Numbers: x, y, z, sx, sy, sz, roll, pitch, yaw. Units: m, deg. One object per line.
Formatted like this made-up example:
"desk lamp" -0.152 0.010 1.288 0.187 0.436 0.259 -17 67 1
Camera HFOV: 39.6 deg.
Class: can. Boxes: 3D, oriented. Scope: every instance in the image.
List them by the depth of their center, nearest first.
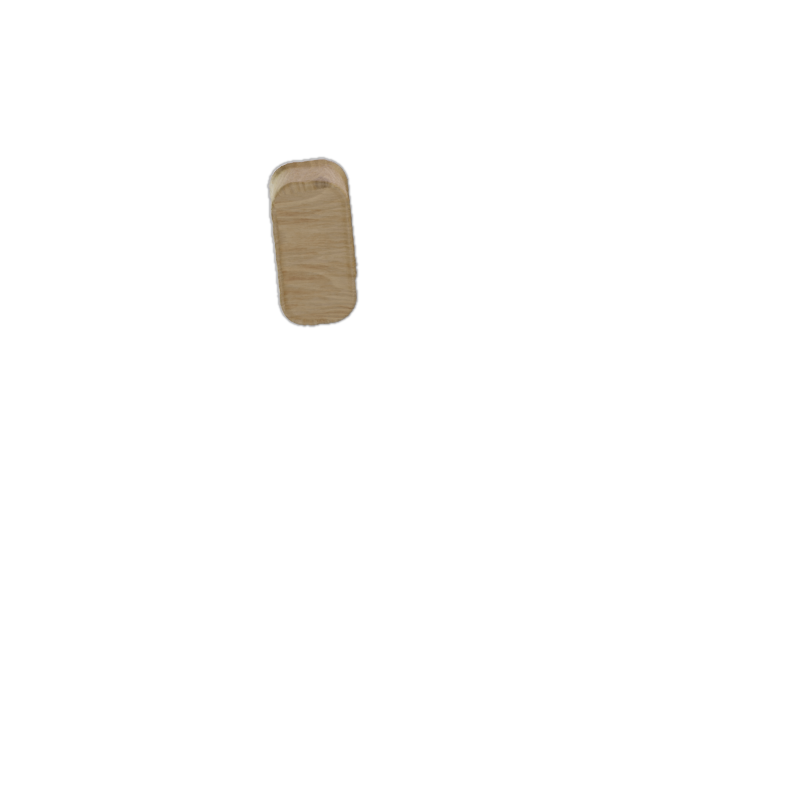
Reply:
"can" -0.059 -0.108 0.757 0.057 0.099 0.087 -6 15 -1
